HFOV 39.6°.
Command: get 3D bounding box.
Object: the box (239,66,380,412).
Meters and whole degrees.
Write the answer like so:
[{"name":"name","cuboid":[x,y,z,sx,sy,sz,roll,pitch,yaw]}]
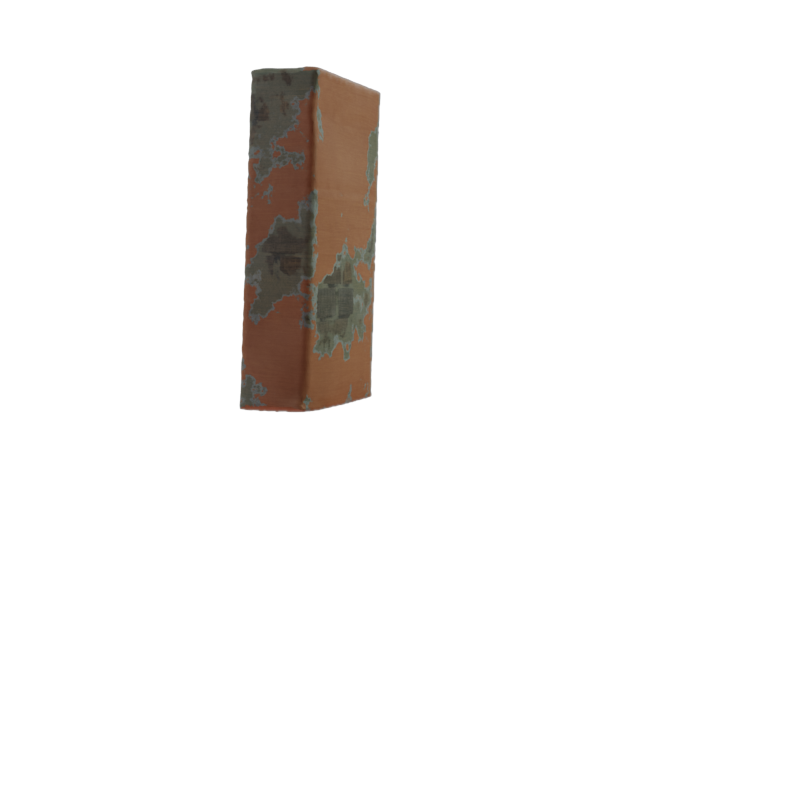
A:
[{"name":"box","cuboid":[-0.047,-0.086,0.601,0.049,0.177,0.091,-1,0,21]}]
